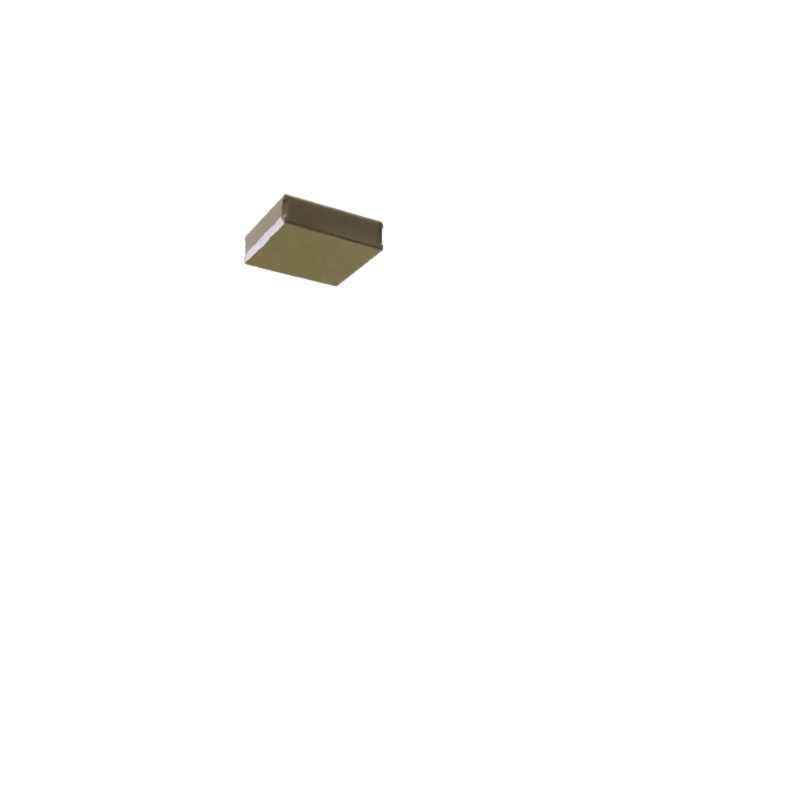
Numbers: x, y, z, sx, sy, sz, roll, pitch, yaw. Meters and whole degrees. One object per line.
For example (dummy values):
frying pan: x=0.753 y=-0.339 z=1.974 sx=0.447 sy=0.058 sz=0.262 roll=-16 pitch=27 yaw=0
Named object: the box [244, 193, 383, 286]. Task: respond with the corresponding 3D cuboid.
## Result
box: x=-0.069 y=-0.125 z=0.879 sx=0.086 sy=0.032 sz=0.072 roll=12 pitch=-27 yaw=-27
